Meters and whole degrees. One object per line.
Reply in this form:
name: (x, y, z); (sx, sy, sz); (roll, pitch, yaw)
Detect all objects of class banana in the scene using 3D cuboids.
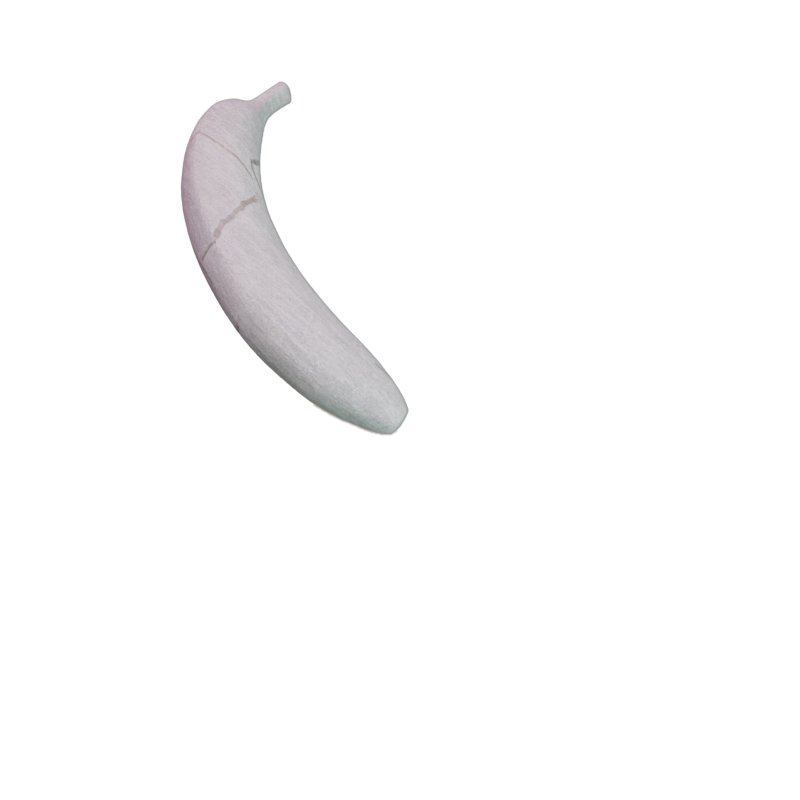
banana: (-0.058, -0.070, 0.497); (0.069, 0.212, 0.034); (-14, -29, -9)
